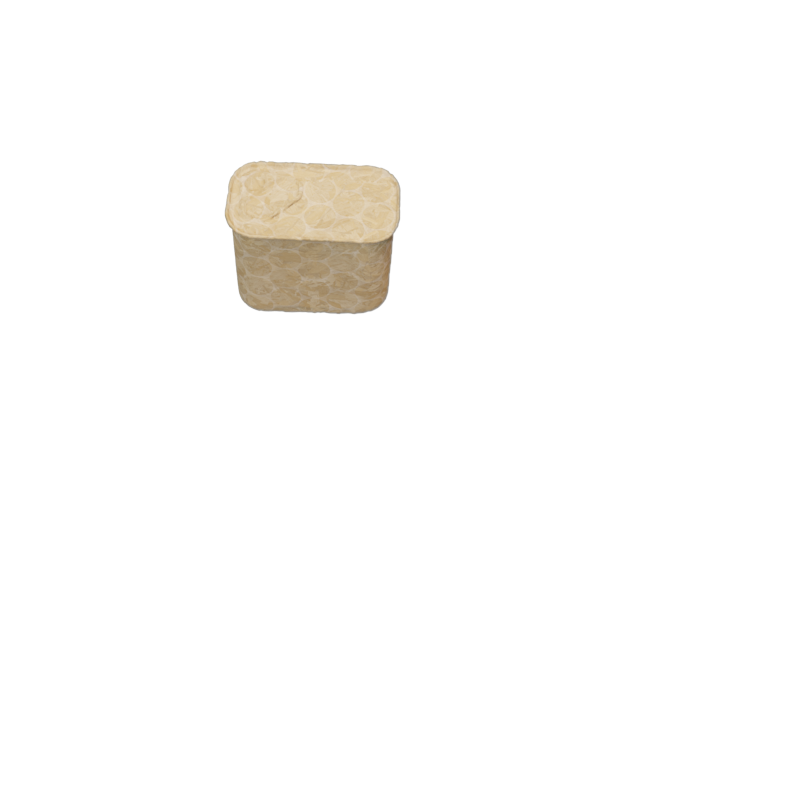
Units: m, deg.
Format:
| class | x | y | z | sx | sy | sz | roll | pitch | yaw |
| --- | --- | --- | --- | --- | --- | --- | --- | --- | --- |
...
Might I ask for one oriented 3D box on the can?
| class | x | y | z | sx | sy | sz | roll | pitch | yaw |
| --- | --- | --- | --- | --- | --- | --- | --- | --- | --- |
| can | -0.053 | -0.097 | 0.681 | 0.102 | 0.061 | 0.078 | 3 | -32 | 0 |
